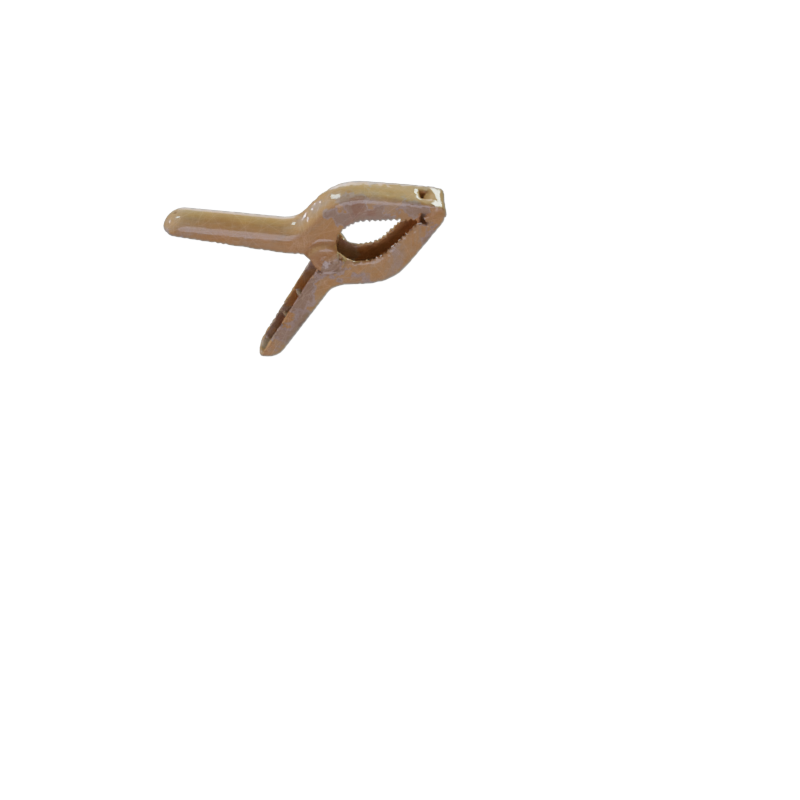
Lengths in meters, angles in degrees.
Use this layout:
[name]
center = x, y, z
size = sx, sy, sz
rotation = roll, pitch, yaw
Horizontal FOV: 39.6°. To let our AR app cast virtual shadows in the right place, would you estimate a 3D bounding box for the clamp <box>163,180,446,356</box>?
[clamp]
center = -0.068, -0.123, 0.863
size = 0.210, 0.039, 0.153
rotation = -24, -50, 22
